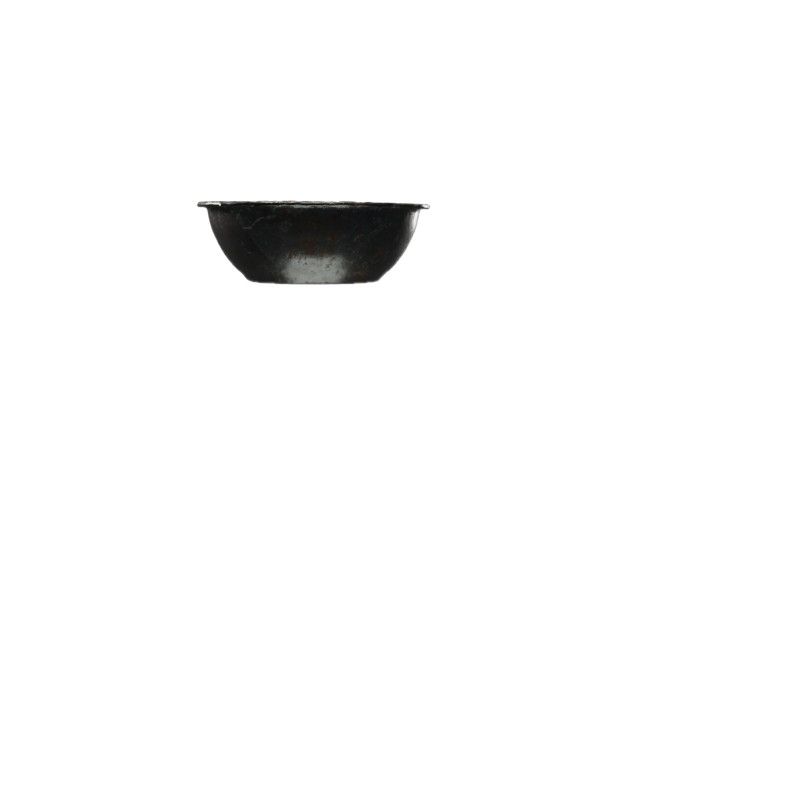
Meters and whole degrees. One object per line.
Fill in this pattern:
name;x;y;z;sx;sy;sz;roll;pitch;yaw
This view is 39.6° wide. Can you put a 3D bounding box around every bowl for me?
bowl;-0.060;-0.110;0.769;0.162;0.054;0.164;0;8;-2
